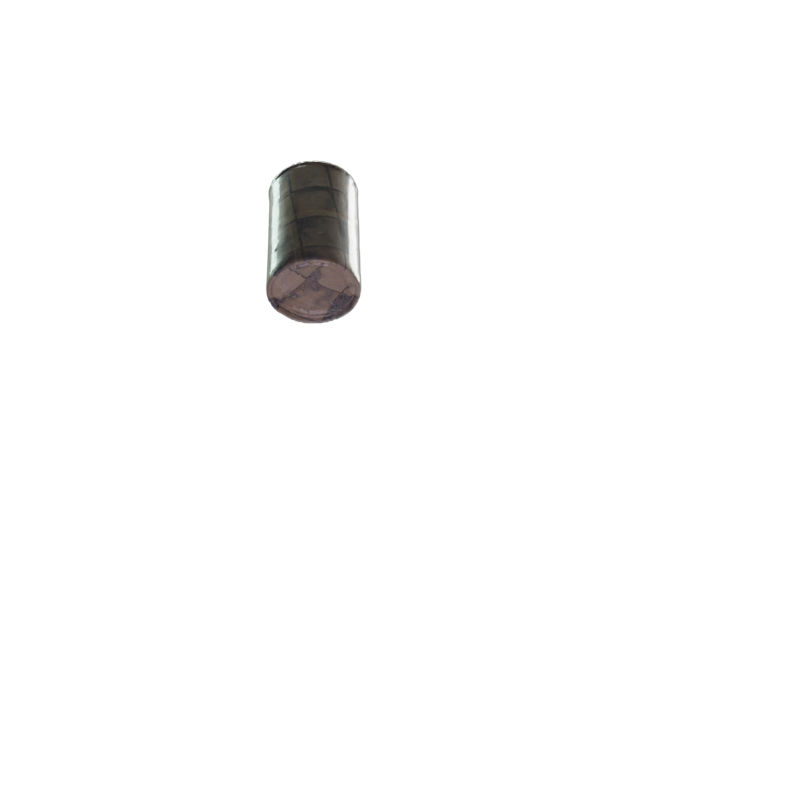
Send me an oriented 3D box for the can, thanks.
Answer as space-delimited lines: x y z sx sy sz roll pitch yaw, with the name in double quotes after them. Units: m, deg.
-0.063 -0.114 0.800 0.068 0.110 0.064 -1 -42 -3 "can"
